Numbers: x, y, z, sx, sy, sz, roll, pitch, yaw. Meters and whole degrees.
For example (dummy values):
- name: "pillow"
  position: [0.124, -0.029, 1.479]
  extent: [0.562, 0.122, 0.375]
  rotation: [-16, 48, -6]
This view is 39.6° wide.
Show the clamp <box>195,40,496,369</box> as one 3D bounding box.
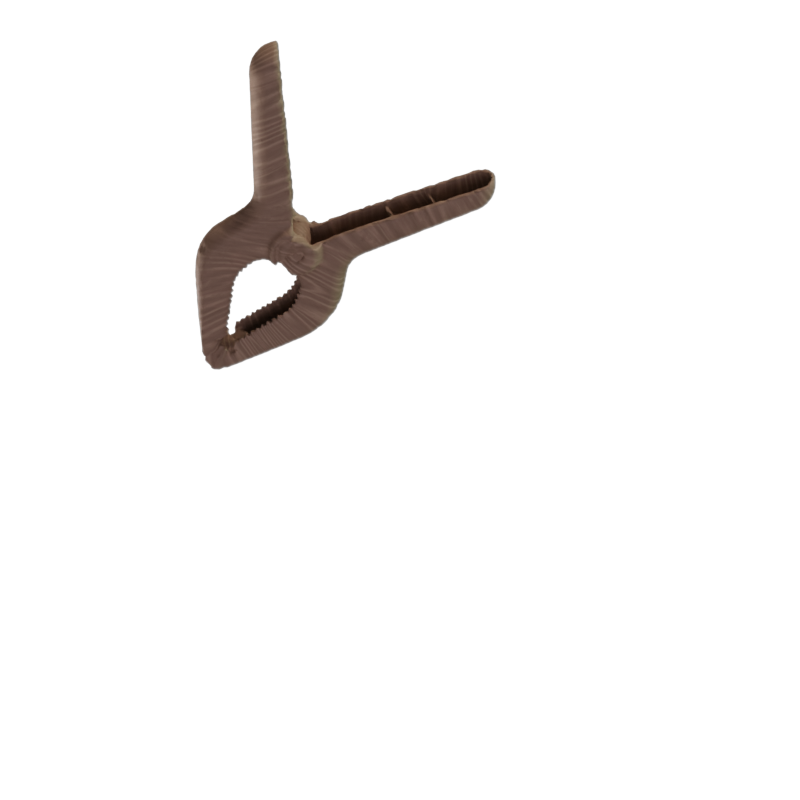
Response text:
- name: "clamp"
  position: [-0.053, -0.097, 0.679]
  extent: [0.160, 0.203, 0.039]
  rotation: [24, 28, -14]
